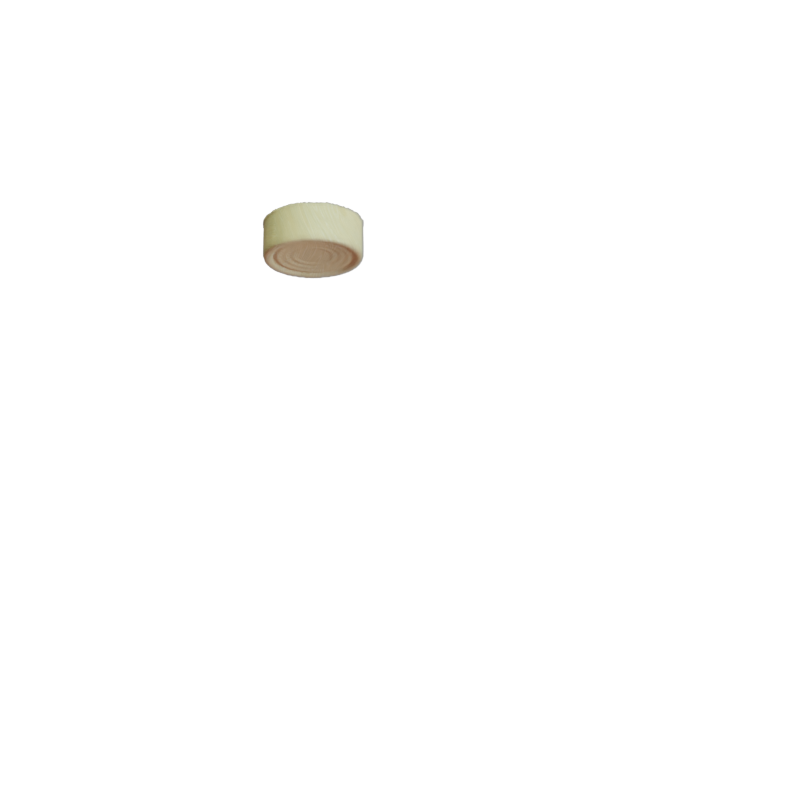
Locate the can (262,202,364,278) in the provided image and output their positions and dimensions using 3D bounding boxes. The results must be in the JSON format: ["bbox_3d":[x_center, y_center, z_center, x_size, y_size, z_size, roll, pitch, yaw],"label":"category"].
[{"bbox_3d":[-0.073,-0.133,0.933,0.086,0.035,0.082,0,-18,-2],"label":"can"}]
